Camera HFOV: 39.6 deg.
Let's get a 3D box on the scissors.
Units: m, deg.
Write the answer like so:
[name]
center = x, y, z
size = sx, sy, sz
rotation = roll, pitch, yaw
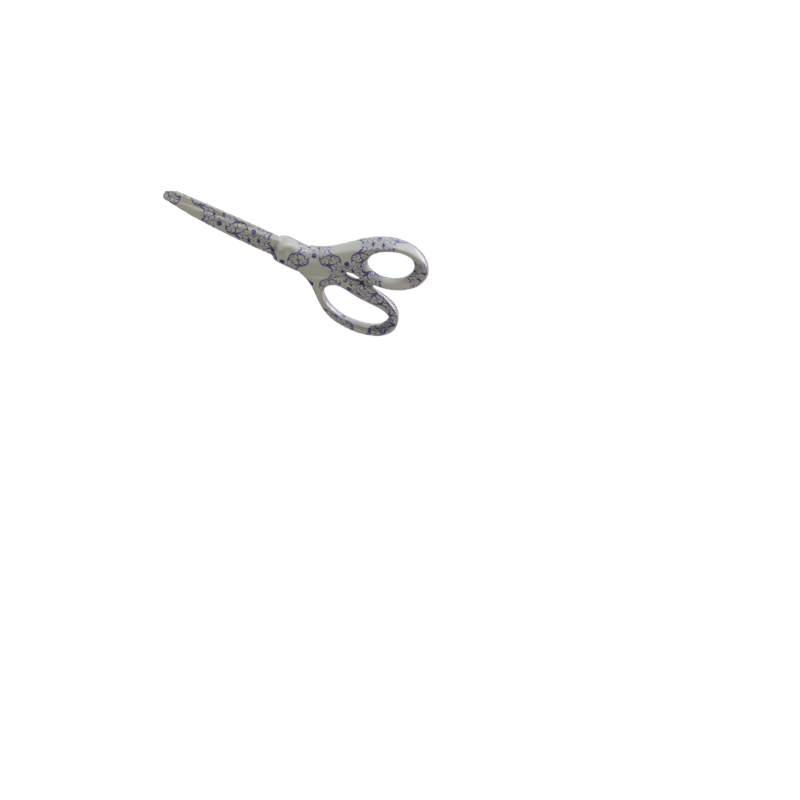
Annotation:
[scissors]
center = -0.061, -0.112, 0.785
size = 0.095, 0.017, 0.189
rotation = -35, -56, 27
